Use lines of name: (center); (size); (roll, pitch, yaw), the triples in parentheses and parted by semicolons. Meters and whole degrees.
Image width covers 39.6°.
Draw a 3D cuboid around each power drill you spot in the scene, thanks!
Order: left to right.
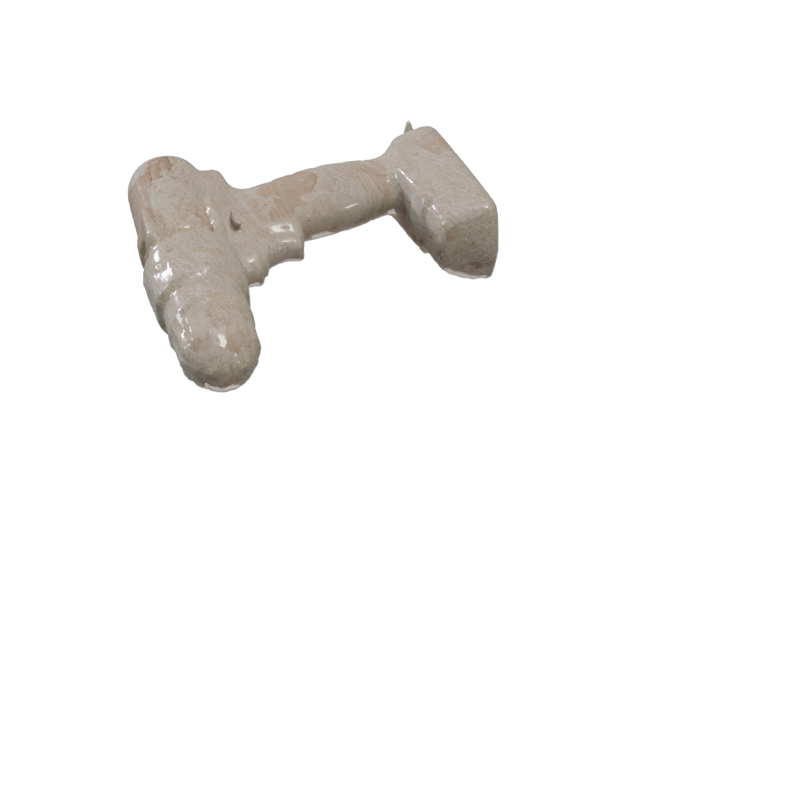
power drill: (-0.047, -0.085, 0.598); (0.185, 0.053, 0.200); (-12, 42, -14)
